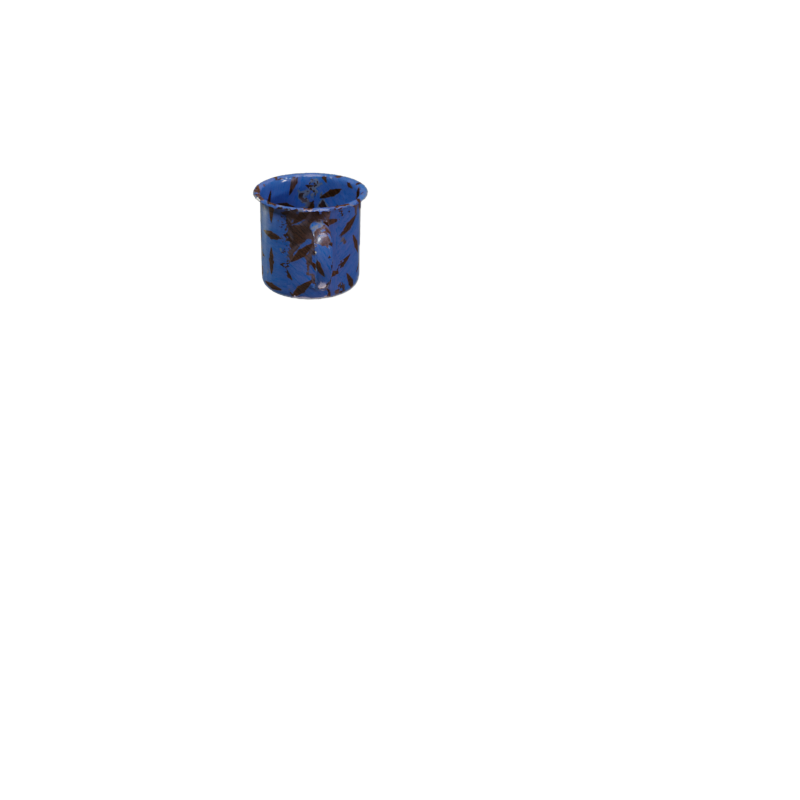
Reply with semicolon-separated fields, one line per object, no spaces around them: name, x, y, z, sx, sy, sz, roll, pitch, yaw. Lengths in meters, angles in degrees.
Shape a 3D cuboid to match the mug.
mug;-0.071;-0.129;0.901;0.092;0.077;0.125;-6;27;-13
